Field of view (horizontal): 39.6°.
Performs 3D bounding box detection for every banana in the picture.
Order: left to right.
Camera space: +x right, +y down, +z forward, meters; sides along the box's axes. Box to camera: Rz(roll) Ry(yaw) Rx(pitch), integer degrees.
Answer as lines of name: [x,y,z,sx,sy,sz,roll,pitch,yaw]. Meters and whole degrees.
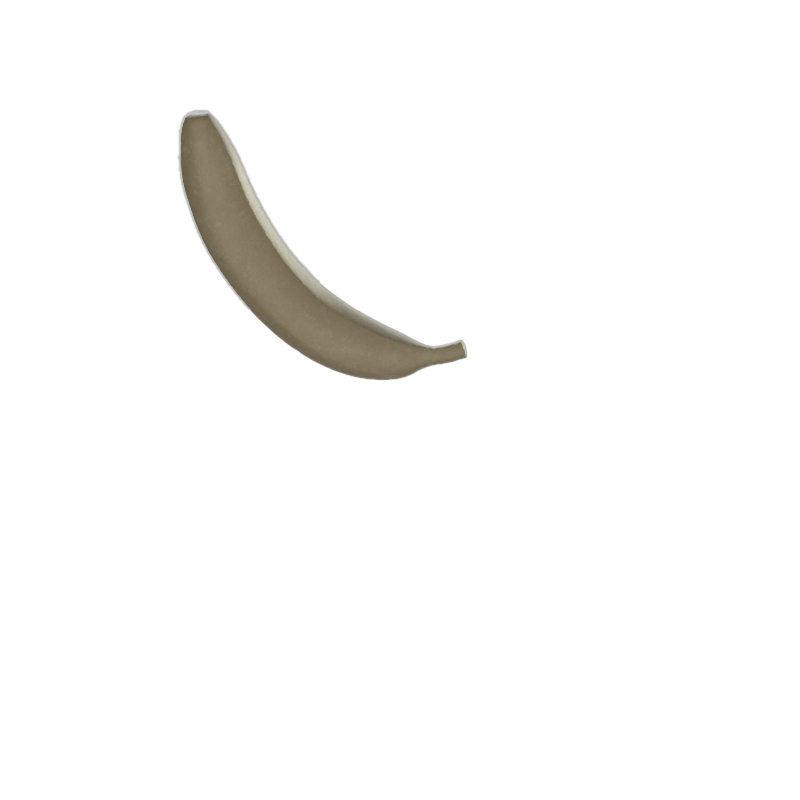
banana: [-0.057,-0.070,0.601,0.192,0.069,0.038,41,13,-11]
